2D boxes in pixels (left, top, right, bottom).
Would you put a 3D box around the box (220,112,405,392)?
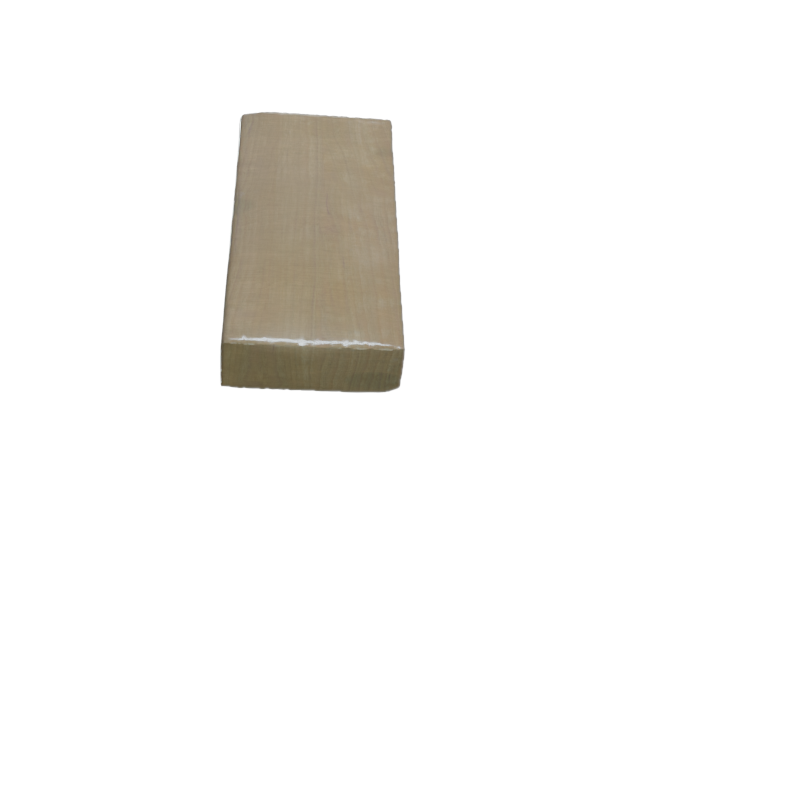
[{"bbox_3d":[-0.048,-0.088,0.613,0.093,0.189,0.045,1,-38,-5],"label":"box"}]
